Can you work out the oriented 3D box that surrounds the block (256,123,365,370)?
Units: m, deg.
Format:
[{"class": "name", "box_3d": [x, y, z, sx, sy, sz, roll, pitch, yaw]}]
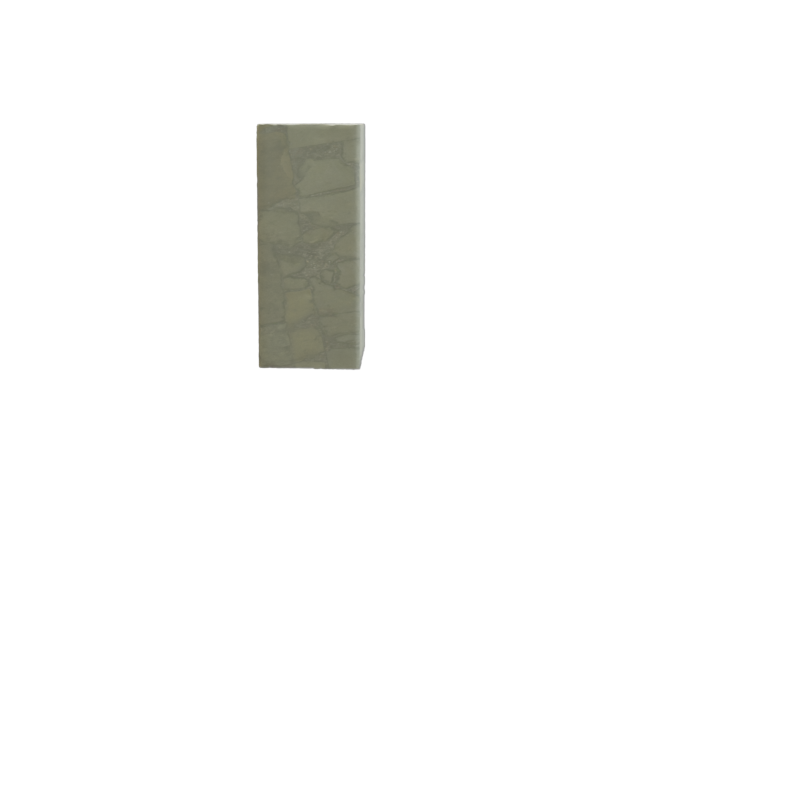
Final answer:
[{"class": "block", "box_3d": [-0.076, -0.138, 0.969, 0.090, 0.202, 0.092, 1, 8, 2]}]
